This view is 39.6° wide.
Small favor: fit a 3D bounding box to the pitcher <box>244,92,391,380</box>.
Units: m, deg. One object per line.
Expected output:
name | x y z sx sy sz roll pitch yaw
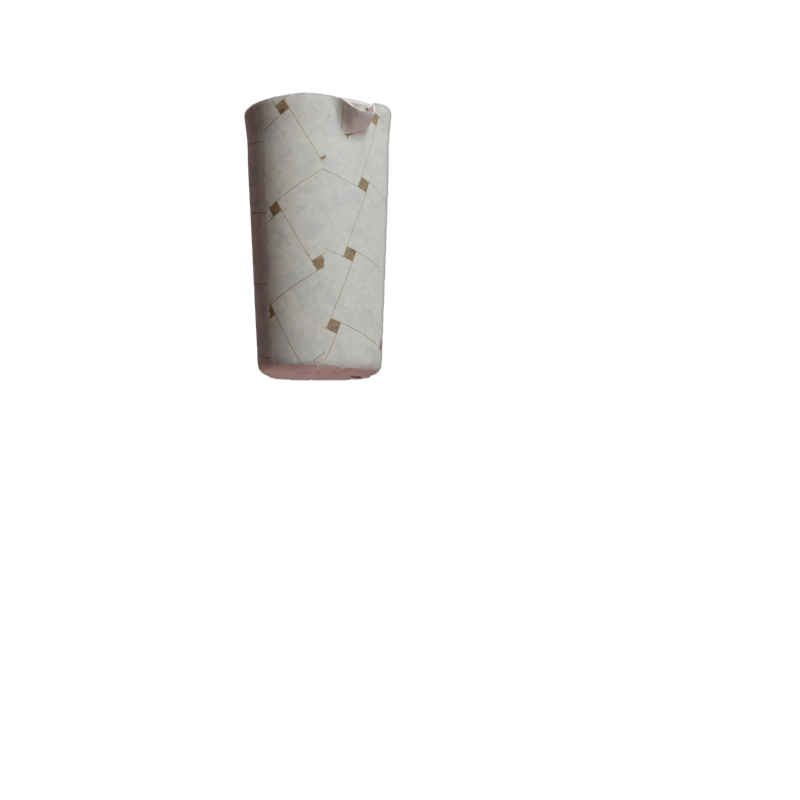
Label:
pitcher | -0.078 -0.141 0.990 0.147 0.249 0.144 -2 -9 11
